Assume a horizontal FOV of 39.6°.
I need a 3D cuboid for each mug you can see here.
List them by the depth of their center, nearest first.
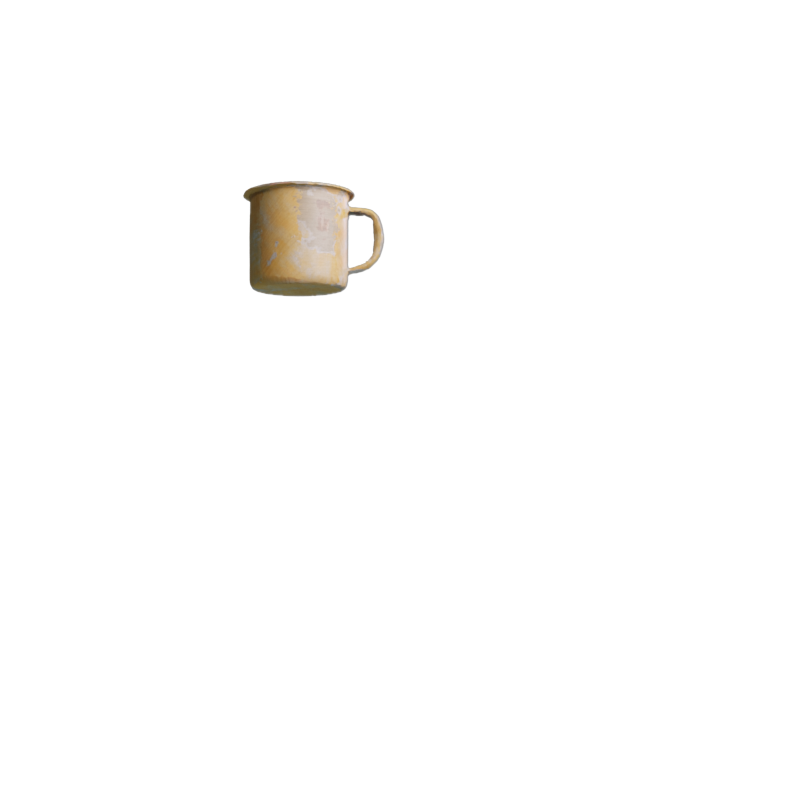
[{"bbox_3d":[-0.072,-0.131,0.918,0.117,0.083,0.091,0,-7,1],"label":"mug"}]
